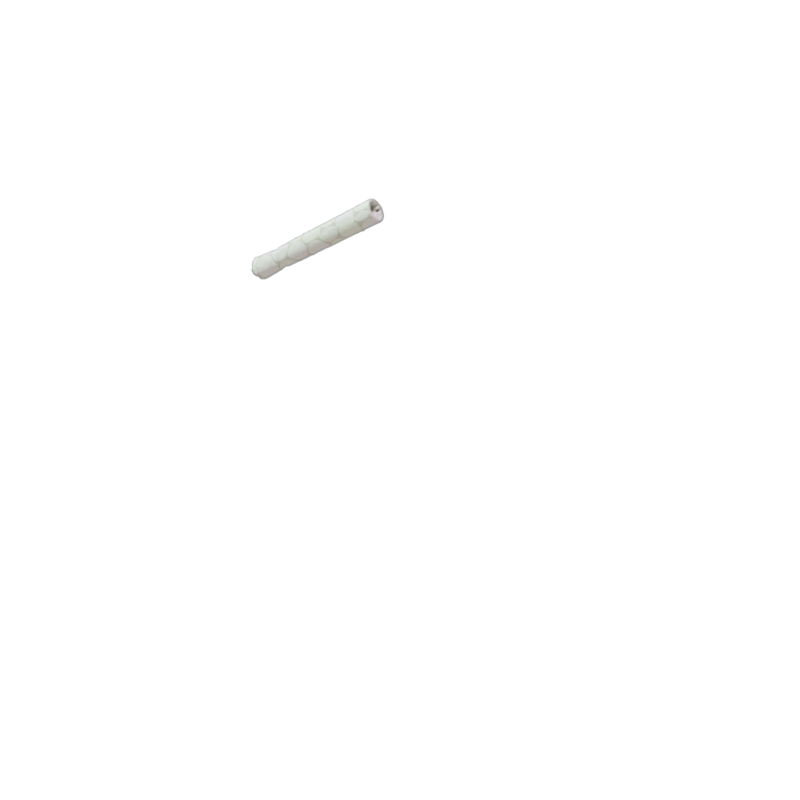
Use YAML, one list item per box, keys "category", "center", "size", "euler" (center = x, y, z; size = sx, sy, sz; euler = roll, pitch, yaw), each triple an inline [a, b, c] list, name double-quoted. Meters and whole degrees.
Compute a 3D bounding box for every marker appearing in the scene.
- category: "marker"
  center: [-0.064, -0.118, 0.823]
  size: [0.122, 0.020, 0.019]
  euler: [-21, -9, 33]
